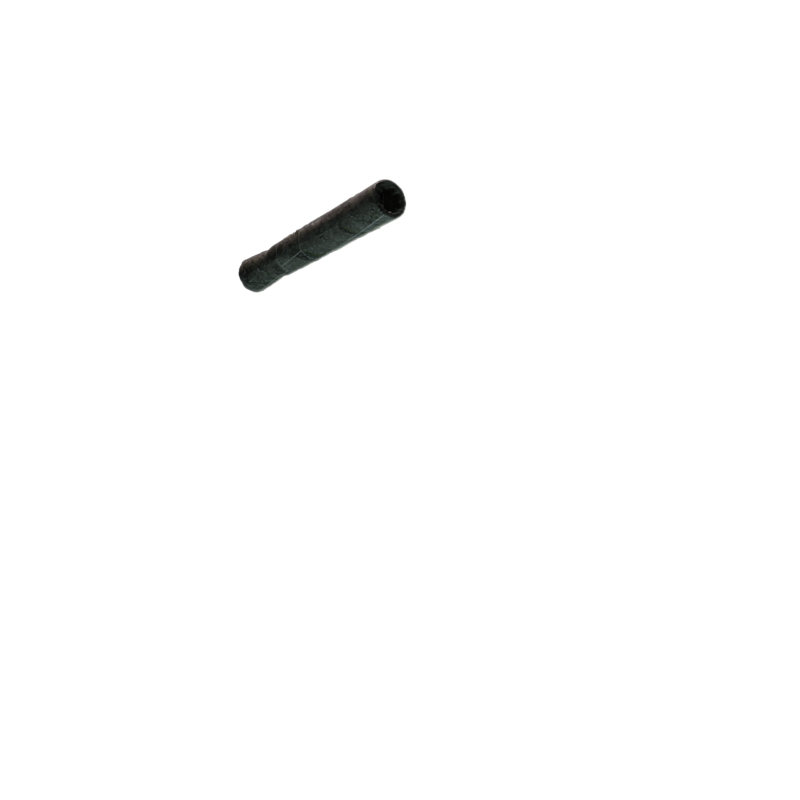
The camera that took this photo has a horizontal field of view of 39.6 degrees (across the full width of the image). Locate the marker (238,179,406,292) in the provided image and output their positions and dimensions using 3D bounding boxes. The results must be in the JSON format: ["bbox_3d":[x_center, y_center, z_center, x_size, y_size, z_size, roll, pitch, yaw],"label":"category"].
[{"bbox_3d":[-0.042,-0.076,0.534,0.019,0.020,0.122,-3,-11,-39],"label":"marker"}]
